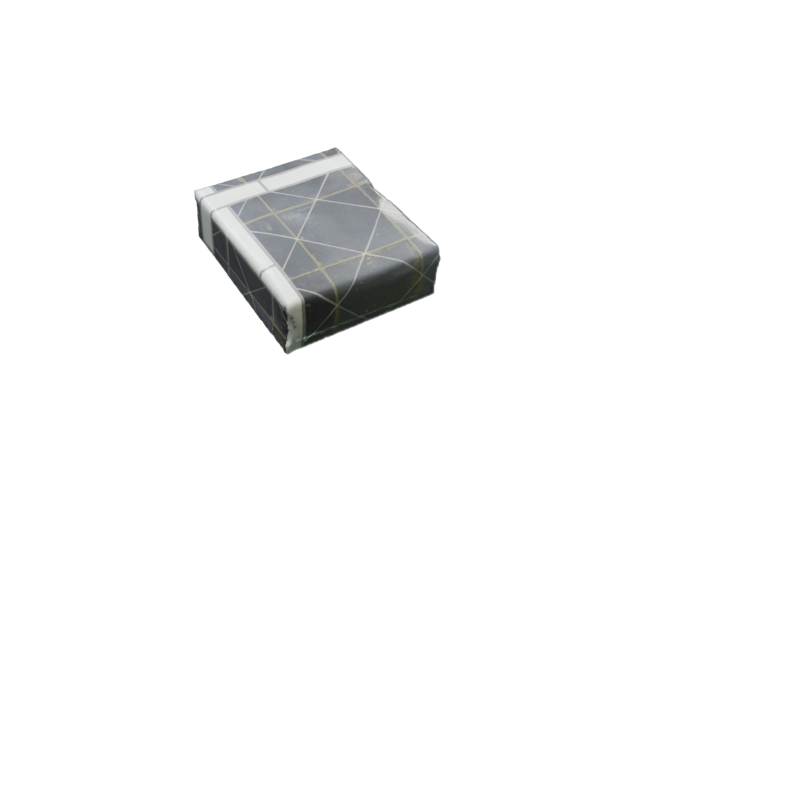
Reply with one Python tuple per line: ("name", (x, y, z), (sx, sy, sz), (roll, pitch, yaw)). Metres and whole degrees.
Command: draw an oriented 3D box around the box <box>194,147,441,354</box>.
("box", (-0.037, -0.068, 0.478), (0.072, 0.028, 0.096), (-22, 47, -22))
